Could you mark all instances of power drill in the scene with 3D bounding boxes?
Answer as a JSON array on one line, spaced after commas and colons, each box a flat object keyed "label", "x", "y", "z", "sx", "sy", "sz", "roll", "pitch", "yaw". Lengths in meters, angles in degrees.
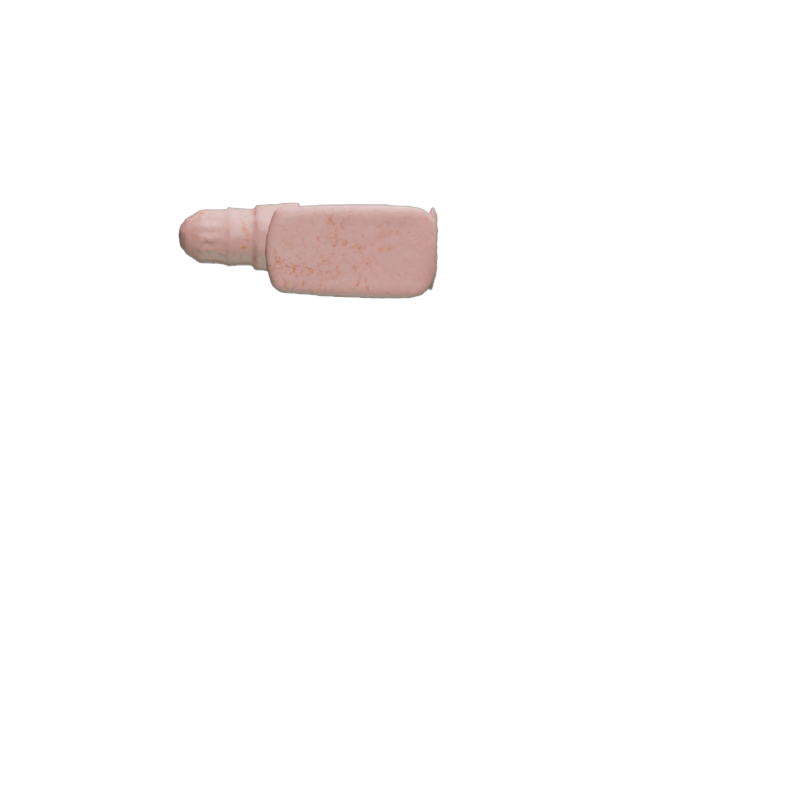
[{"label": "power drill", "x": -0.059, "y": -0.107, "z": 0.750, "sx": 0.183, "sy": 0.056, "sz": 0.193, "roll": -2, "pitch": 12, "yaw": -8}]
